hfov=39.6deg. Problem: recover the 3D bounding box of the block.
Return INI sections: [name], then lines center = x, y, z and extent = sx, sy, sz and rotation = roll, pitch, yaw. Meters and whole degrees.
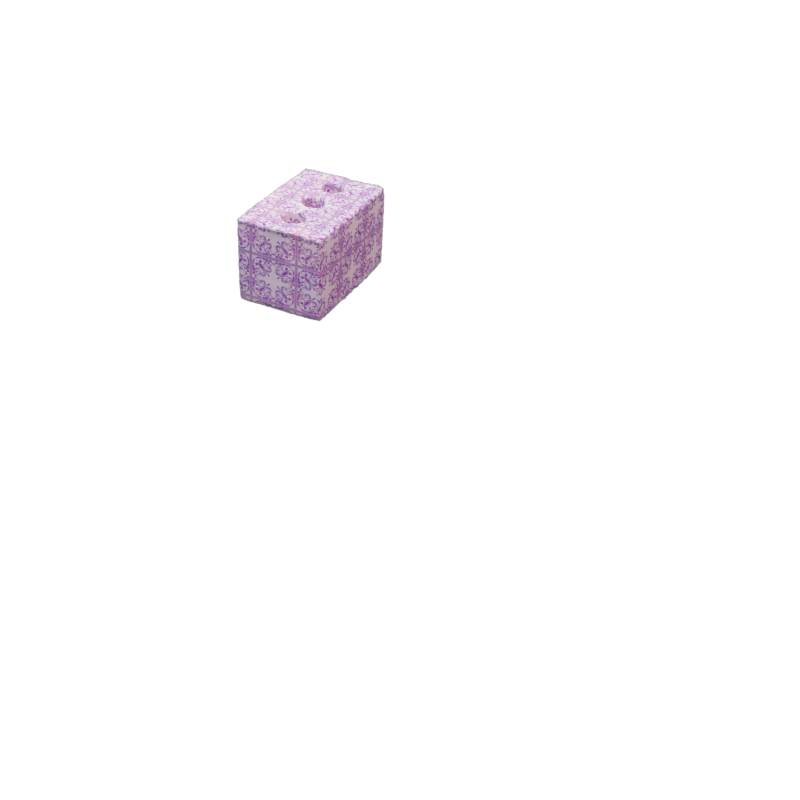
[block]
center = -0.049, -0.089, 0.621
extent = 0.055, 0.048, 0.080
rotation = 15, 36, 21
